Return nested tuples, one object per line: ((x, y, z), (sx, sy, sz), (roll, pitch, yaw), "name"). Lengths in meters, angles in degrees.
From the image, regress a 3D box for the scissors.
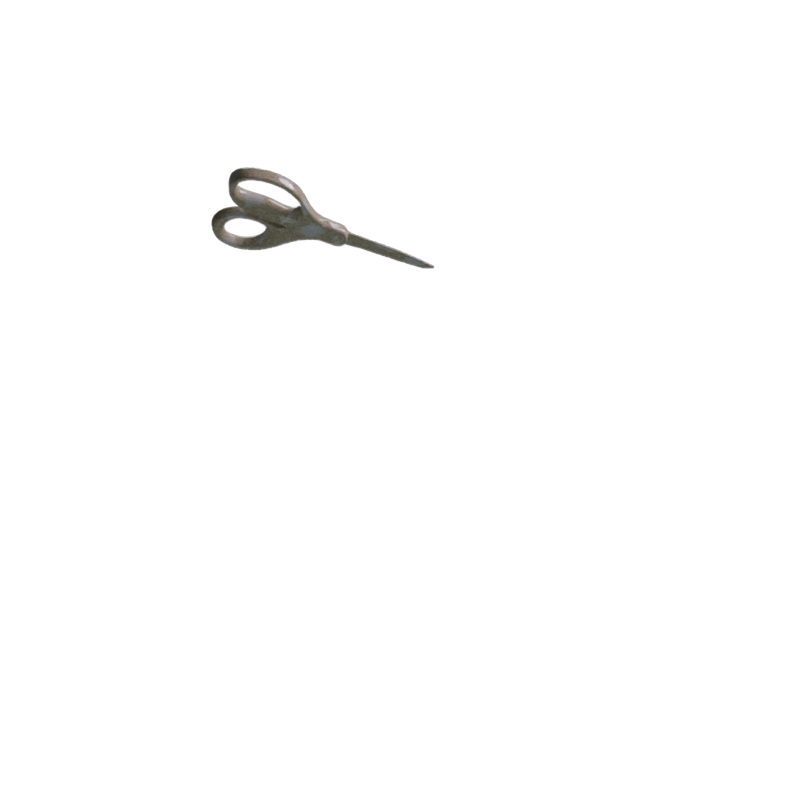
((-0.074, -0.134, 0.939), (0.189, 0.017, 0.095), (29, -45, -34), "scissors")
